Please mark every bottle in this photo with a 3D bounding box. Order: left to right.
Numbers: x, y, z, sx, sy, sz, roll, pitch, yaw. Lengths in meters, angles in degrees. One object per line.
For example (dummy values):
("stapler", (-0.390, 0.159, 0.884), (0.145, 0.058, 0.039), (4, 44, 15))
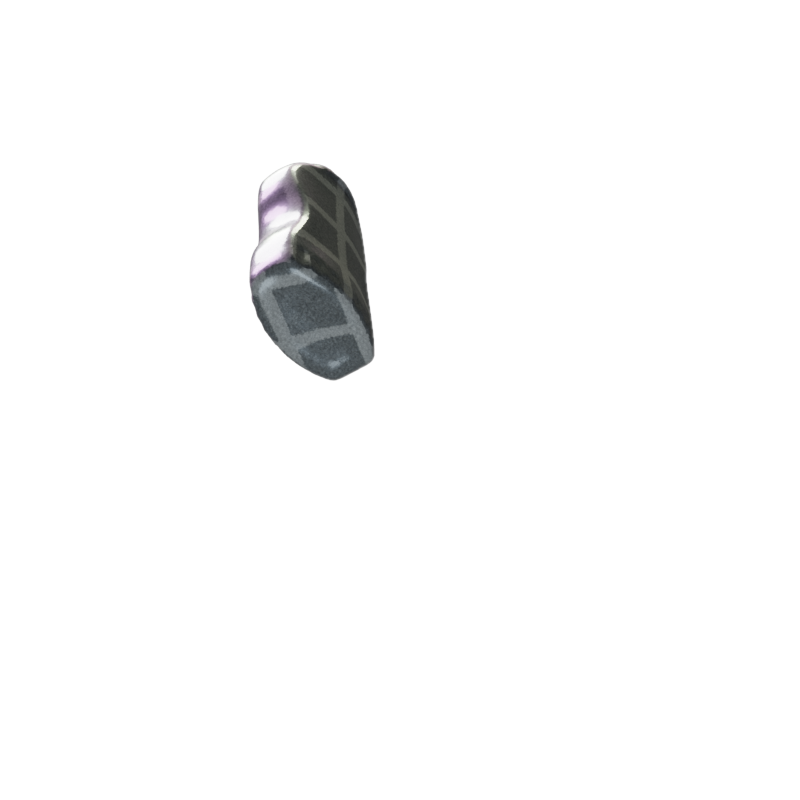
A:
("bottle", (-0.059, -0.106, 0.747), (0.058, 0.090, 0.205), (-31, 33, 19))
